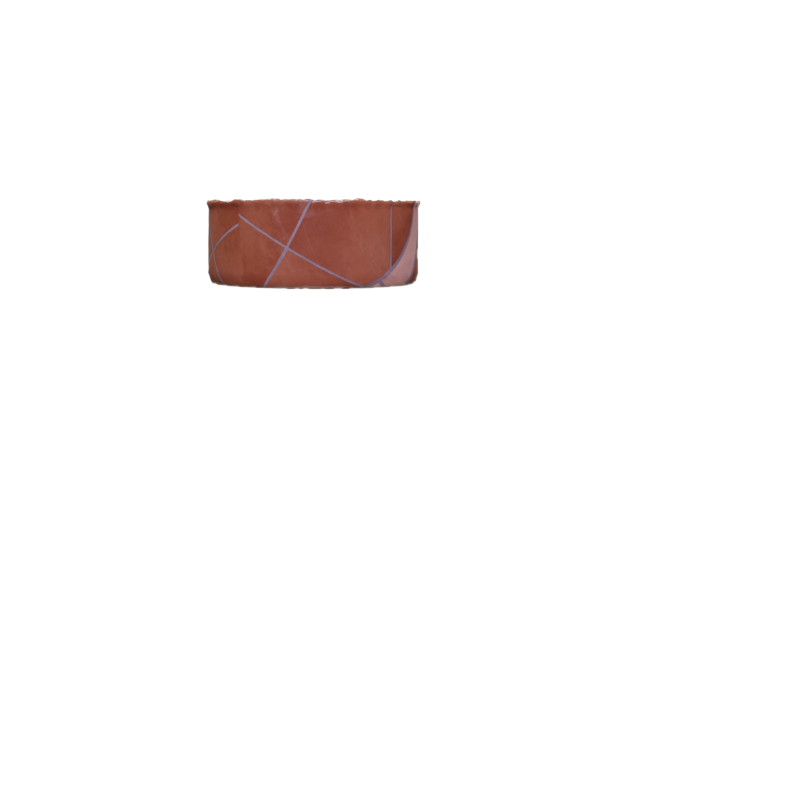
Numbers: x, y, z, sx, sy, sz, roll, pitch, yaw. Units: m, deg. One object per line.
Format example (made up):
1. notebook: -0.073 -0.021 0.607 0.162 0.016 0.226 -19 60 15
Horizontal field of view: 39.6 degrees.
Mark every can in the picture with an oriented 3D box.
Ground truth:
1. can: -0.035 -0.064 0.447 0.086 0.033 0.087 0 8 -2
